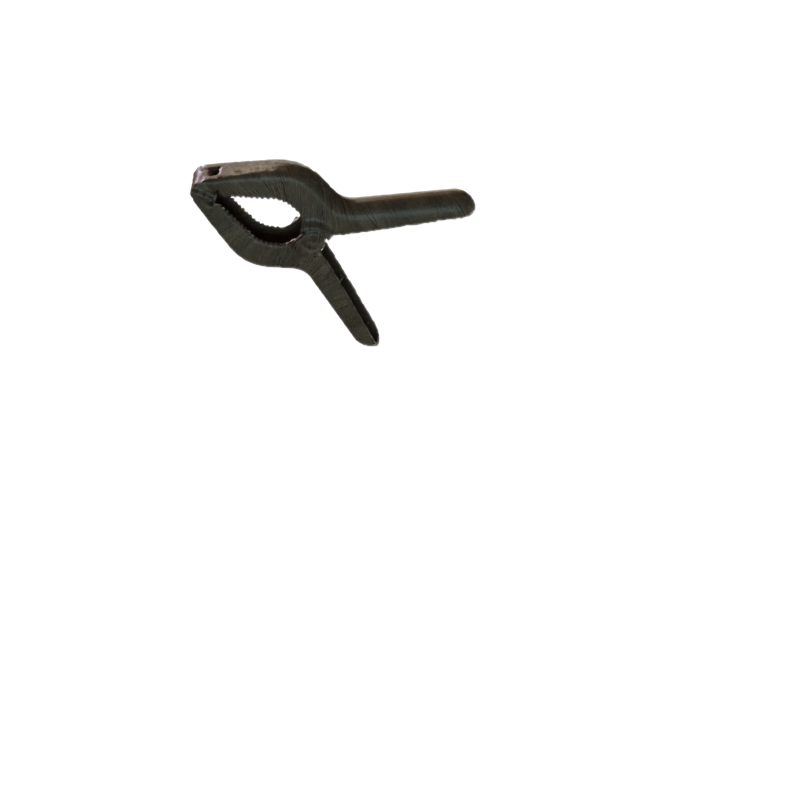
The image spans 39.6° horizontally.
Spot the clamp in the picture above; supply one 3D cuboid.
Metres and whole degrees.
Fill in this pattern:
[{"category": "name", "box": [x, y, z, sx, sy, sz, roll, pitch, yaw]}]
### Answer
[{"category": "clamp", "box": [-0.068, -0.124, 0.869, 0.205, 0.157, 0.039, 17, 36, -13]}]
